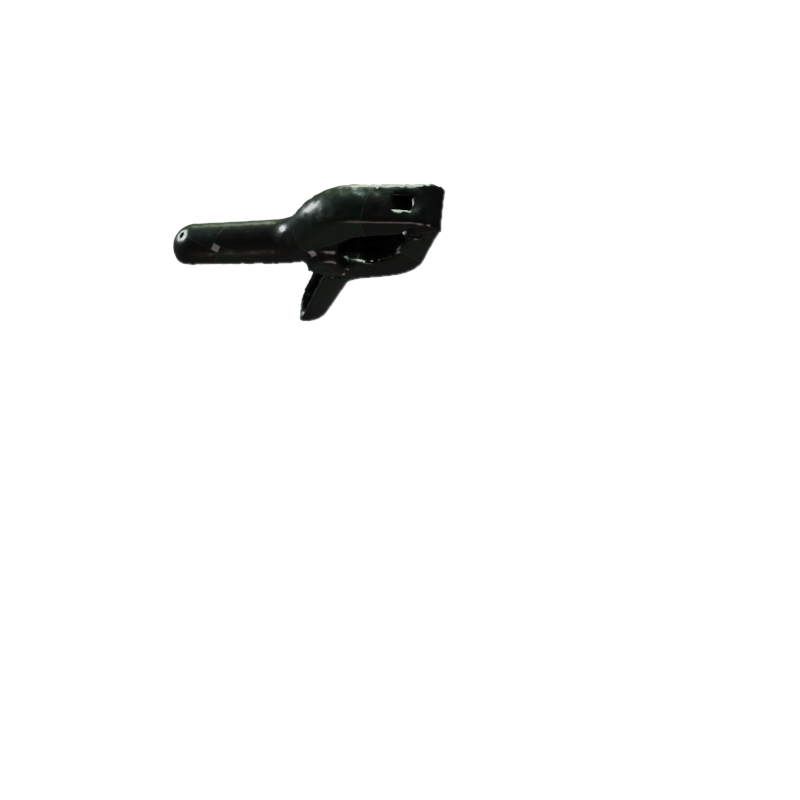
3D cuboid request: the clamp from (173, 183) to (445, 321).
[{"bbox_3d":[-0.051,-0.093,0.652,0.114,0.041,0.172,14,-24,-36],"label":"clamp"}]
